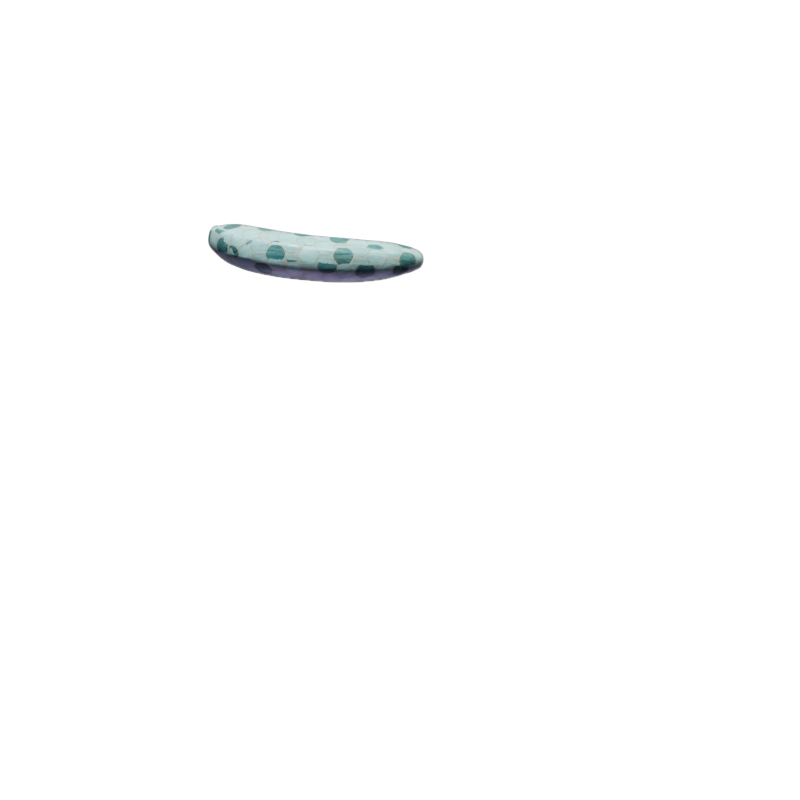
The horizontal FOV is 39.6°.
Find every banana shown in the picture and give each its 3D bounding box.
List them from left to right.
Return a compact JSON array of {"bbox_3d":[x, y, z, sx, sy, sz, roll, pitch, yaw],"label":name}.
[{"bbox_3d":[-0.083,-0.126,0.926,0.204,0.035,0.071,12,32,19],"label":"banana"}]
